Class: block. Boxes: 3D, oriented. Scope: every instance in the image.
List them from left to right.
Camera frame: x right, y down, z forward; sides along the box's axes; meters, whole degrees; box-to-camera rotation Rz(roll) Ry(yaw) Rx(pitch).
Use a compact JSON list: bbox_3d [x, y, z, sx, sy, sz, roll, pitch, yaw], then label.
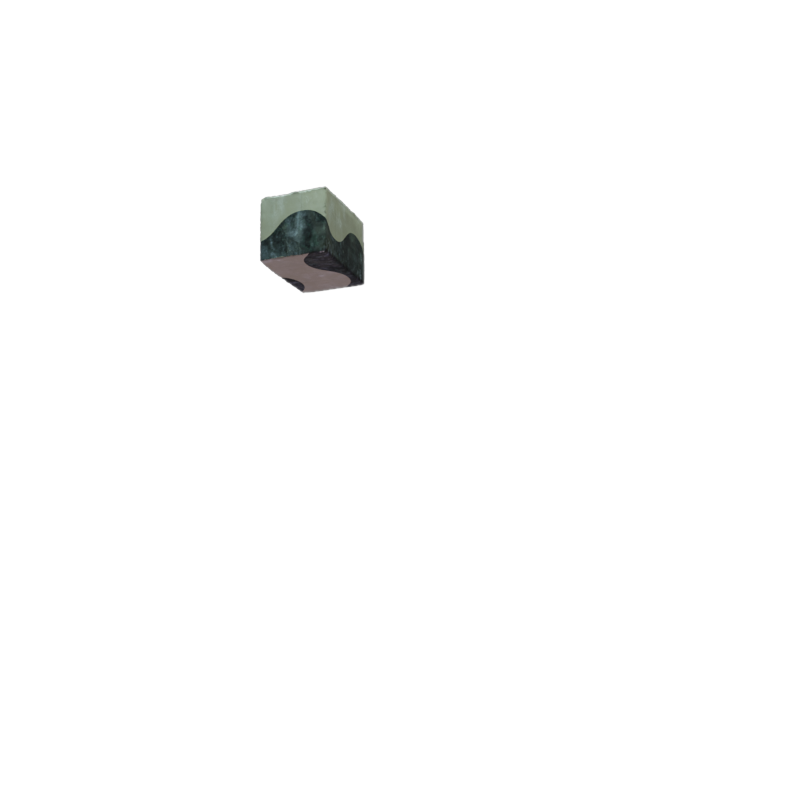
[{"bbox_3d":[-0.064,-0.117,0.816,0.054,0.054,0.073,-7,-18,20],"label":"block"}]
